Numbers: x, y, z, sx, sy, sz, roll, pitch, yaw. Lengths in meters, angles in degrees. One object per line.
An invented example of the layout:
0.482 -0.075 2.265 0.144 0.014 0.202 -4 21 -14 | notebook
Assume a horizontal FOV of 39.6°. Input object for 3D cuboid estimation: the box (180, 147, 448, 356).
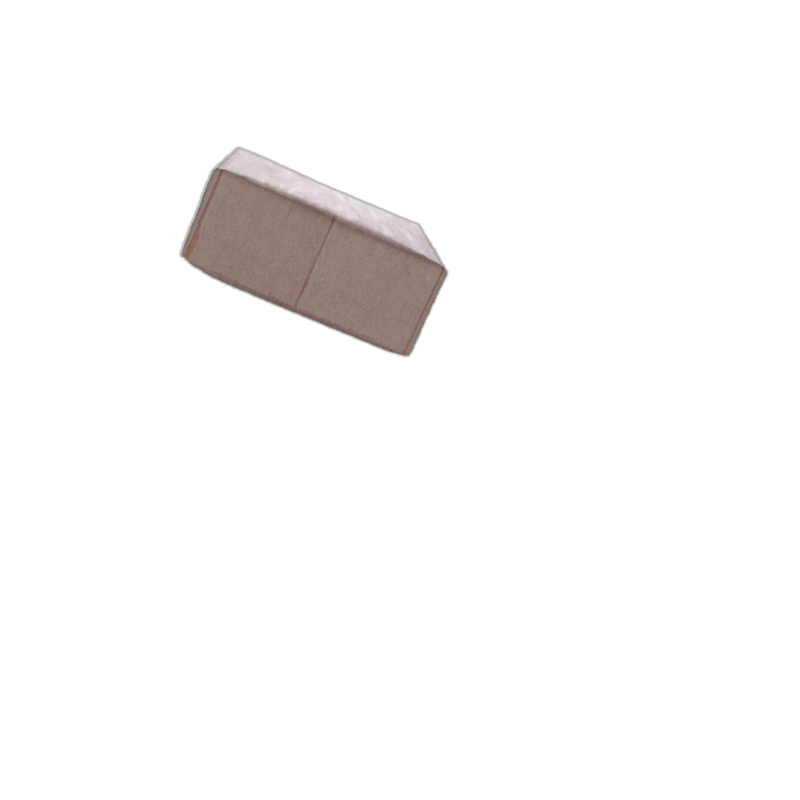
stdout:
-0.063 -0.114 0.801 0.162 0.071 0.220 22 12 -8 | box
